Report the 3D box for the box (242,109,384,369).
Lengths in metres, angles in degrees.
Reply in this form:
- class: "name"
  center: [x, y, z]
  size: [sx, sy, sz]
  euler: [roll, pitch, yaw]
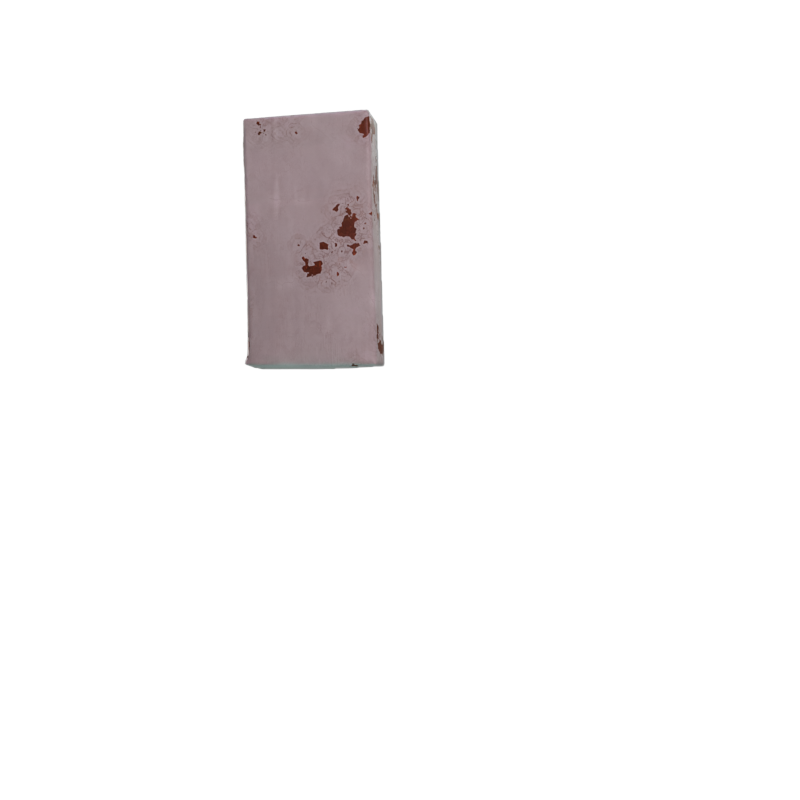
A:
- class: "box"
  center: [-0.061, -0.111, 0.777]
  size: [0.095, 0.180, 0.046]
  euler: [-2, -9, 11]
